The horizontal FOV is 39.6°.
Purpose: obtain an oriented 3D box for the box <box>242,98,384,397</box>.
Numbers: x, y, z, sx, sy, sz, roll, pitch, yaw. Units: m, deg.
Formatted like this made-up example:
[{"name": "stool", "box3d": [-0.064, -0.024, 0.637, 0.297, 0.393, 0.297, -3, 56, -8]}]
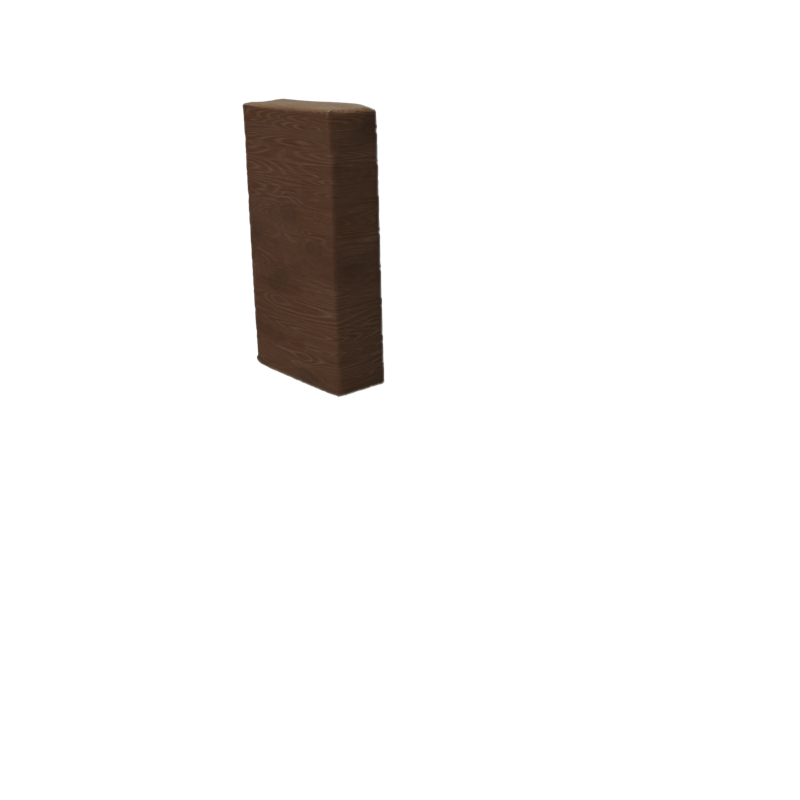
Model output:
[{"name": "box", "box3d": [-0.055, -0.100, 0.704, 0.047, 0.171, 0.099, -9, 16, -38]}]
